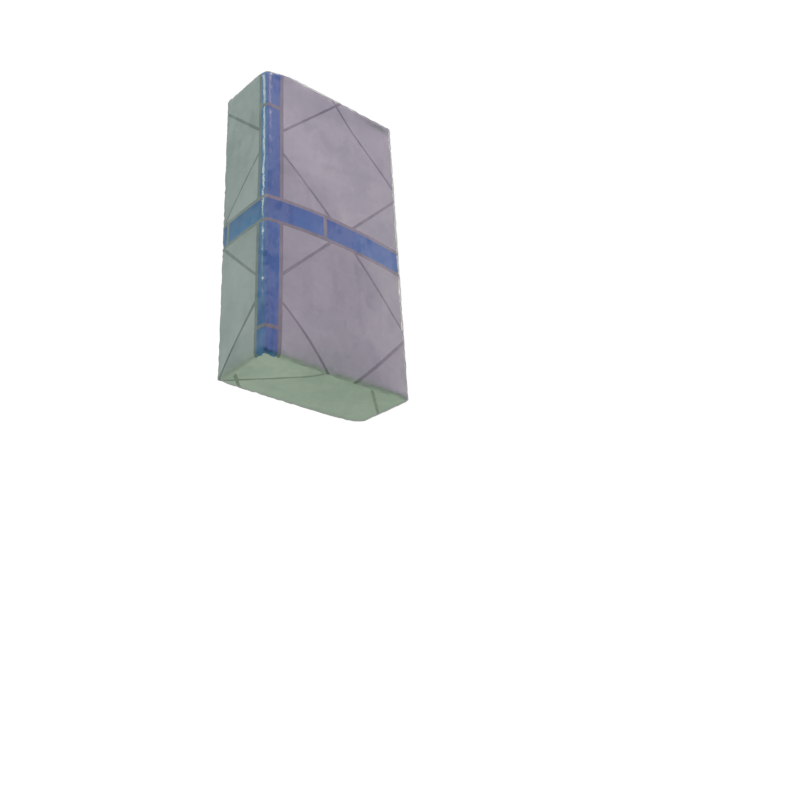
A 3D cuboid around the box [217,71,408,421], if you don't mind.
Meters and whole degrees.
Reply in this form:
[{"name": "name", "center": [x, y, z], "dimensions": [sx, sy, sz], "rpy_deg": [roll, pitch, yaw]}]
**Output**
[{"name": "box", "center": [-0.046, -0.084, 0.587], "dimensions": [0.088, 0.187, 0.048], "rpy_deg": [20, -36, -35]}]
